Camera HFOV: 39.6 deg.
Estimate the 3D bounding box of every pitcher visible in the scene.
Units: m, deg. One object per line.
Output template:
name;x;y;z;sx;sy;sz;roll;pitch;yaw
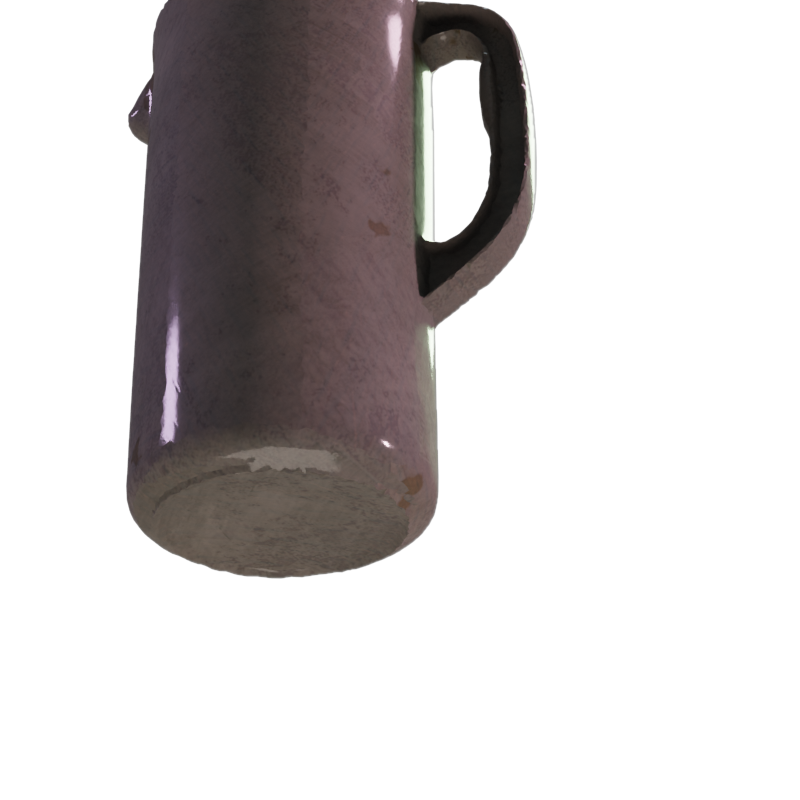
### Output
pitcher;-0.035;-0.064;0.448;0.139;0.260;0.145;15;-38;-23
